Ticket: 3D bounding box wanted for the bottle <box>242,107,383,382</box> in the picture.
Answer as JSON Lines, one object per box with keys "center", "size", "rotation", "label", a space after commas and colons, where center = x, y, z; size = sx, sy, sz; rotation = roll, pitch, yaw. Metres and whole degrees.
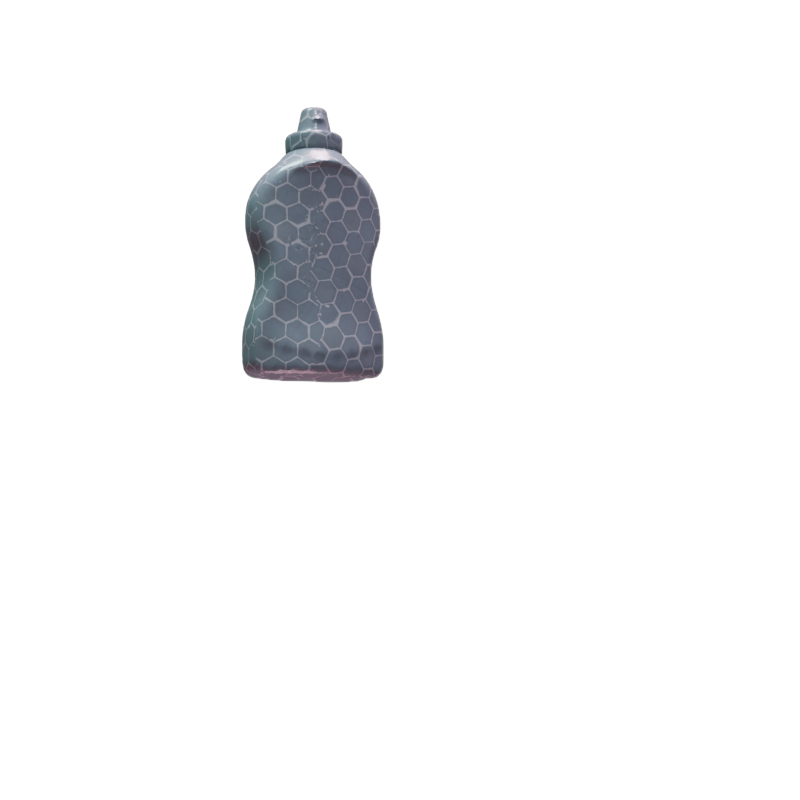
{"center": [-0.060, -0.111, 0.775], "size": [0.093, 0.197, 0.058], "rotation": [3, -12, -21], "label": "bottle"}
